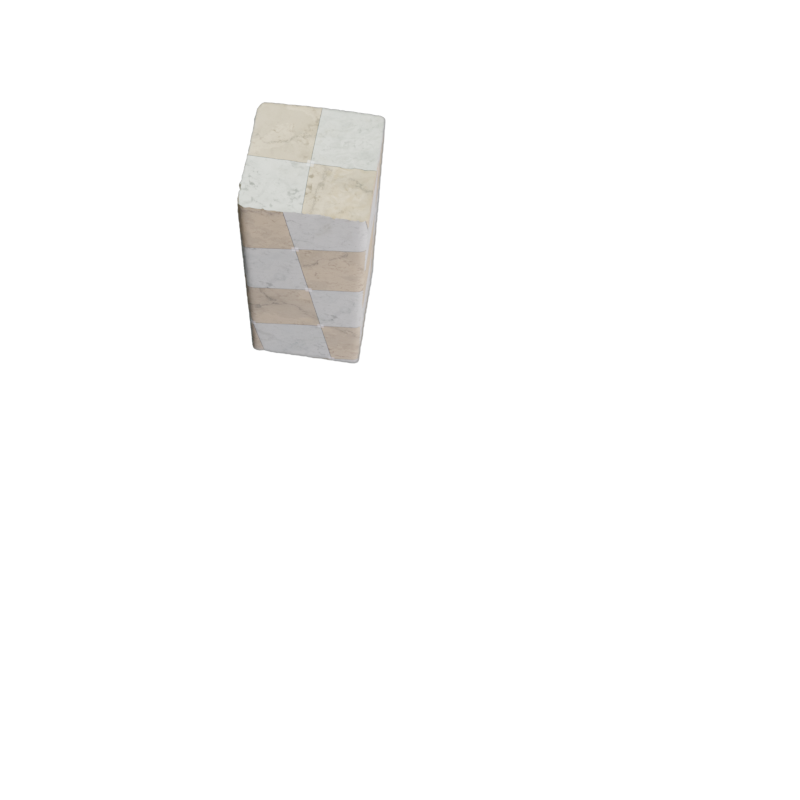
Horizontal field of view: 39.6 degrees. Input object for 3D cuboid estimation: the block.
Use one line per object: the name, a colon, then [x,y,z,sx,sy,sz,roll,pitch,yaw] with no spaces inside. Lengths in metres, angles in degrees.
block: [-0.065,-0.118,0.823,0.090,0.096,0.194,8,-27,0]
